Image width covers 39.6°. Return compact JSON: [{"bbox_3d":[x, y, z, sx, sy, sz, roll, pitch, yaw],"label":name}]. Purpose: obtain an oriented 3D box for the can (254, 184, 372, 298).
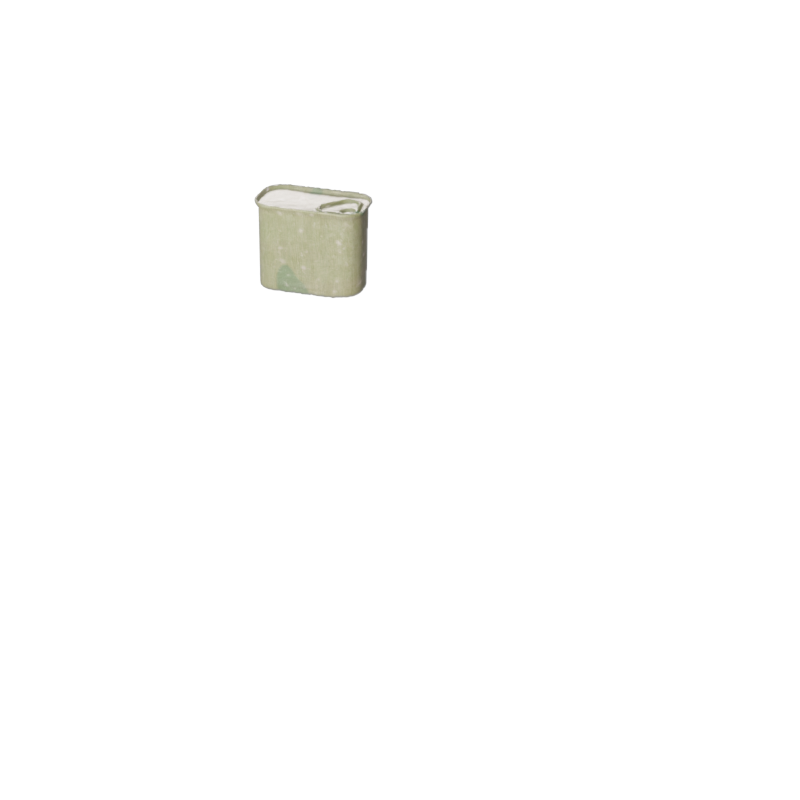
[{"bbox_3d":[-0.078,-0.143,0.999,0.104,0.079,0.059,9,27,15],"label":"can"}]
